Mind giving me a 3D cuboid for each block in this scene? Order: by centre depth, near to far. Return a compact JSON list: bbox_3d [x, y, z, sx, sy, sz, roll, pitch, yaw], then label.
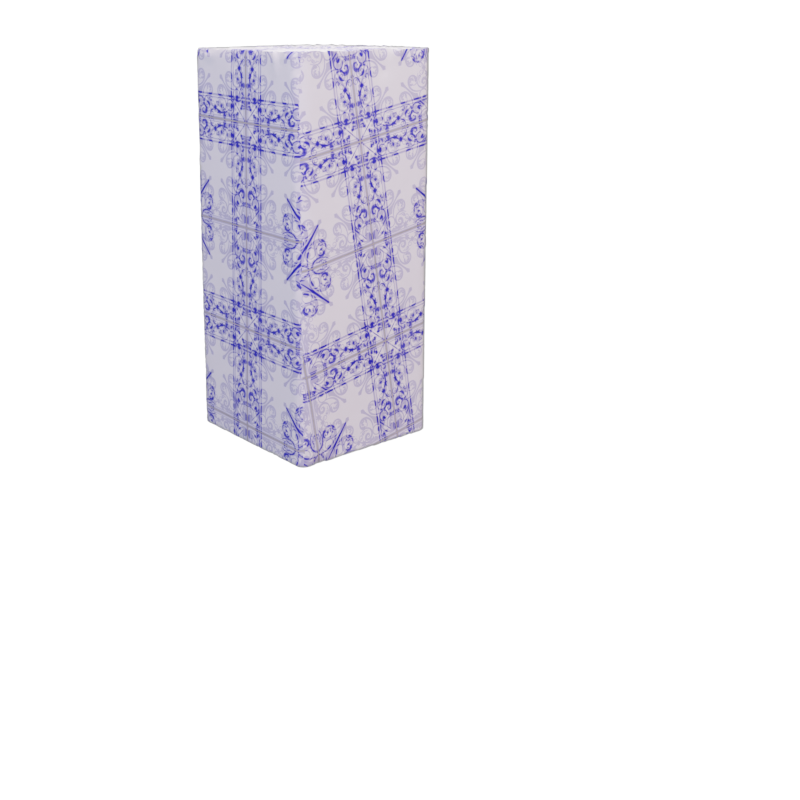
[{"bbox_3d":[-0.047,-0.085,0.593,0.088,0.200,0.096,-11,18,-40],"label":"block"}]
